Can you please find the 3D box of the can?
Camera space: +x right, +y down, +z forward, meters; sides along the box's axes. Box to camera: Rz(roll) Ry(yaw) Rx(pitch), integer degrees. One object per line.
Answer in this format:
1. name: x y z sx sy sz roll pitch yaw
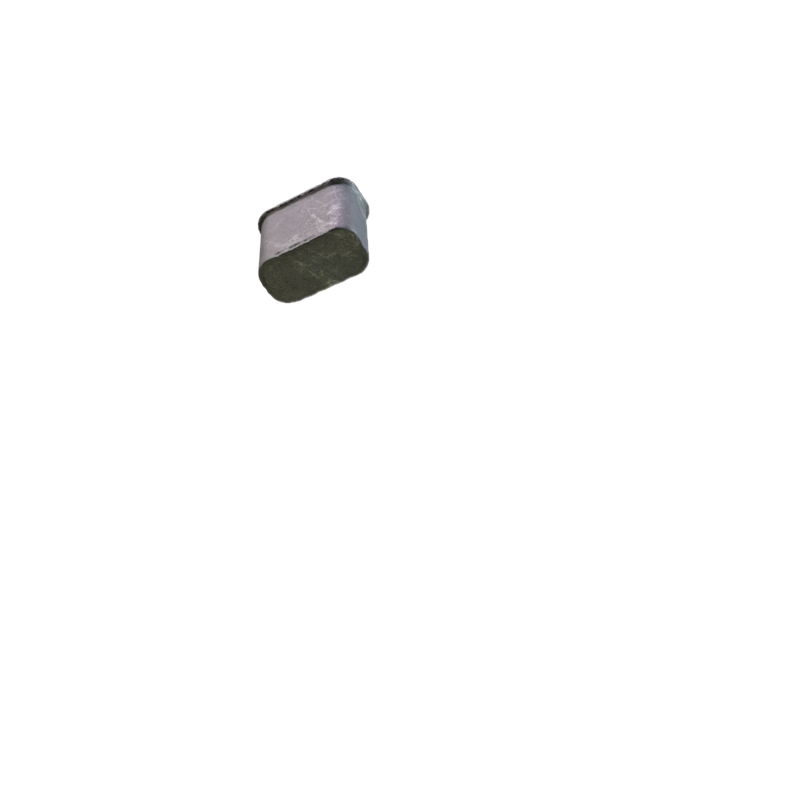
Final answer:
1. can: -0.077 -0.141 0.985 0.102 0.053 0.090 -24 35 15
